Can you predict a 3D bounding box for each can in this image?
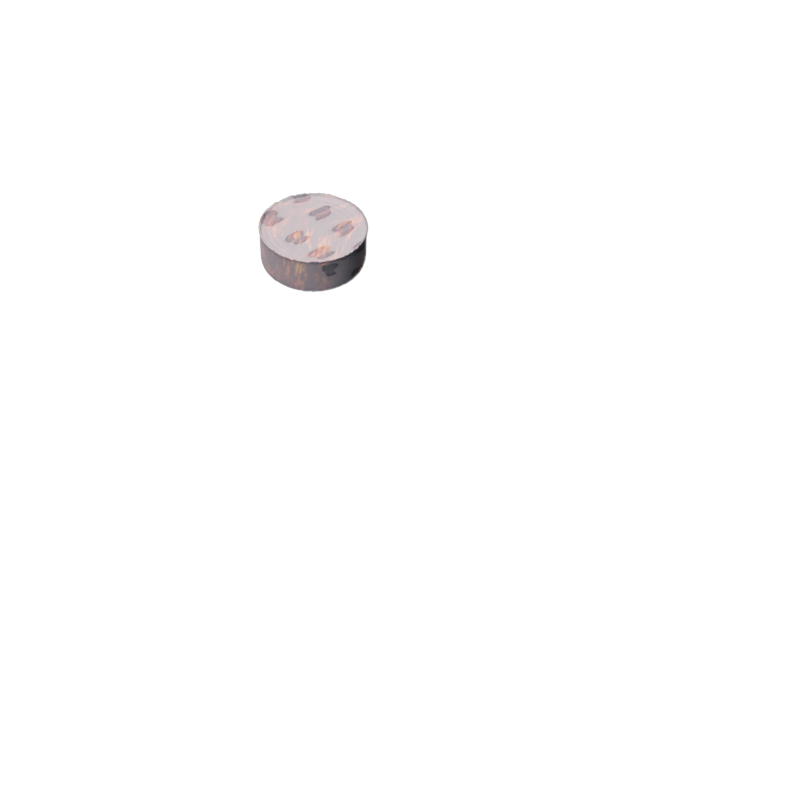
[{"bbox_3d":[-0.069,-0.125,0.878,0.086,0.031,0.092,-1,44,-1],"label":"can"}]
